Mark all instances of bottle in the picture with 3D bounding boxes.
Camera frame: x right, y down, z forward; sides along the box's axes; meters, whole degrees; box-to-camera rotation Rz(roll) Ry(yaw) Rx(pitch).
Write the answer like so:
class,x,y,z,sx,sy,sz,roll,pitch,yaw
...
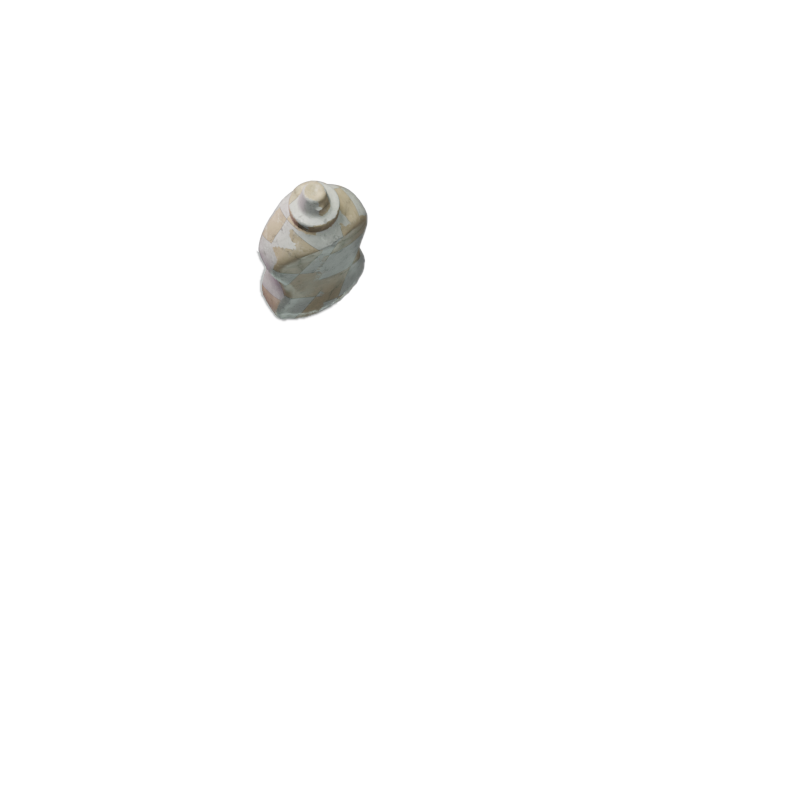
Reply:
class,x,y,z,sx,sy,sz,roll,pitch,yaw
bottle,-0.073,-0.134,0.941,0.096,0.061,0.183,-29,-14,-12
